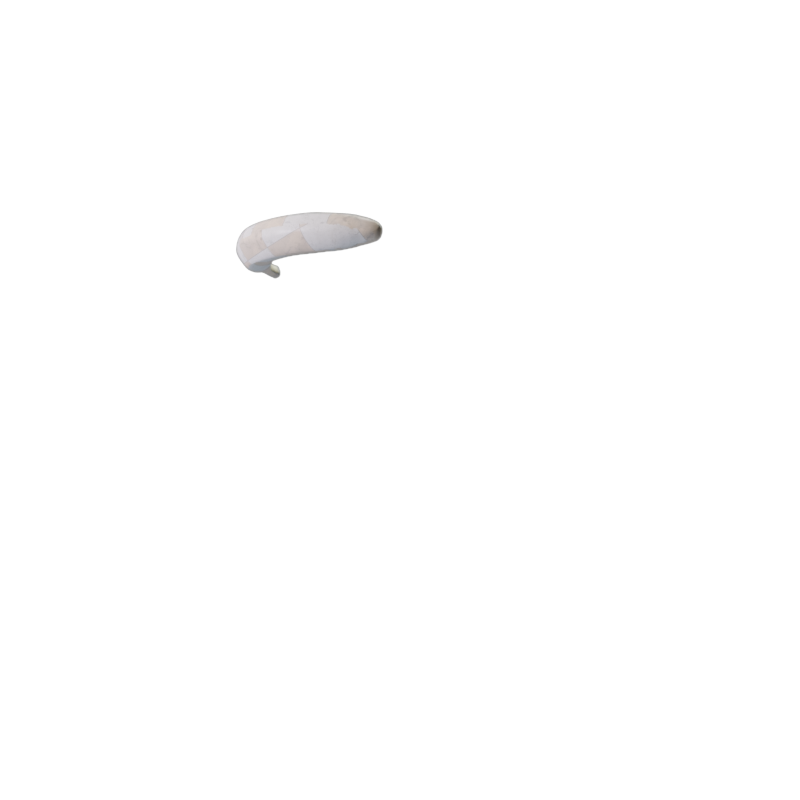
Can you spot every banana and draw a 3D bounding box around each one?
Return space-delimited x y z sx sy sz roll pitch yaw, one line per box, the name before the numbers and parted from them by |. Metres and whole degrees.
banana | -0.093 -0.138 0.959 0.067 0.037 0.202 3 -4 -32
